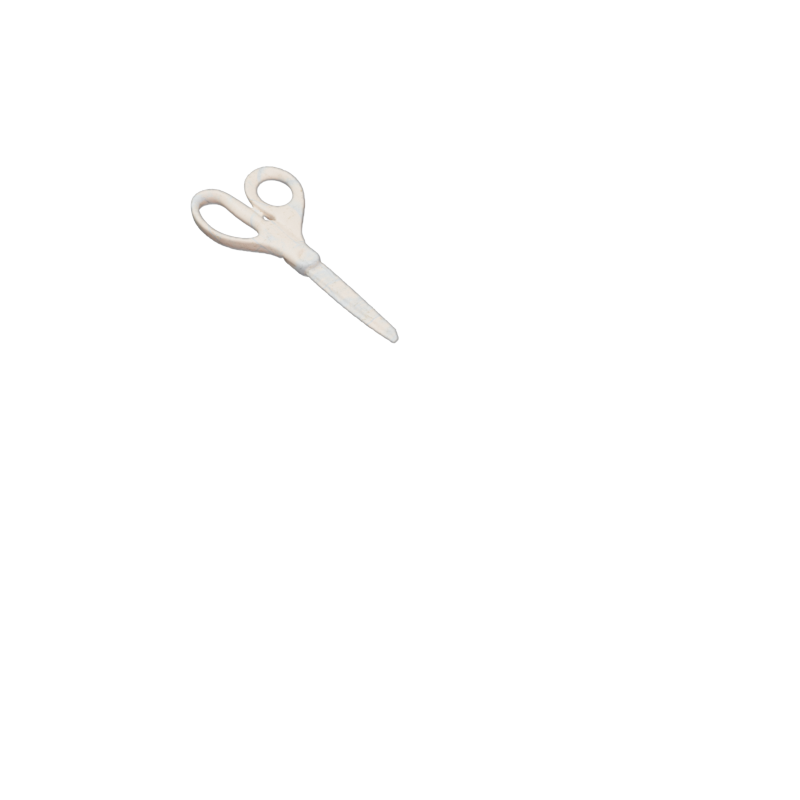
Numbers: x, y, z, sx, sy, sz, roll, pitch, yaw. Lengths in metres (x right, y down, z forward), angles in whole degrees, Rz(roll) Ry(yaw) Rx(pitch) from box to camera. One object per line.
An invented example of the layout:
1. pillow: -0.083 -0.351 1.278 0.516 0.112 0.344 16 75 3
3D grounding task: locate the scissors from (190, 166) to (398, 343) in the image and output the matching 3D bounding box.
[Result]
1. scissors: -0.065 -0.119 0.831 0.211 0.099 0.015 28 -34 21
